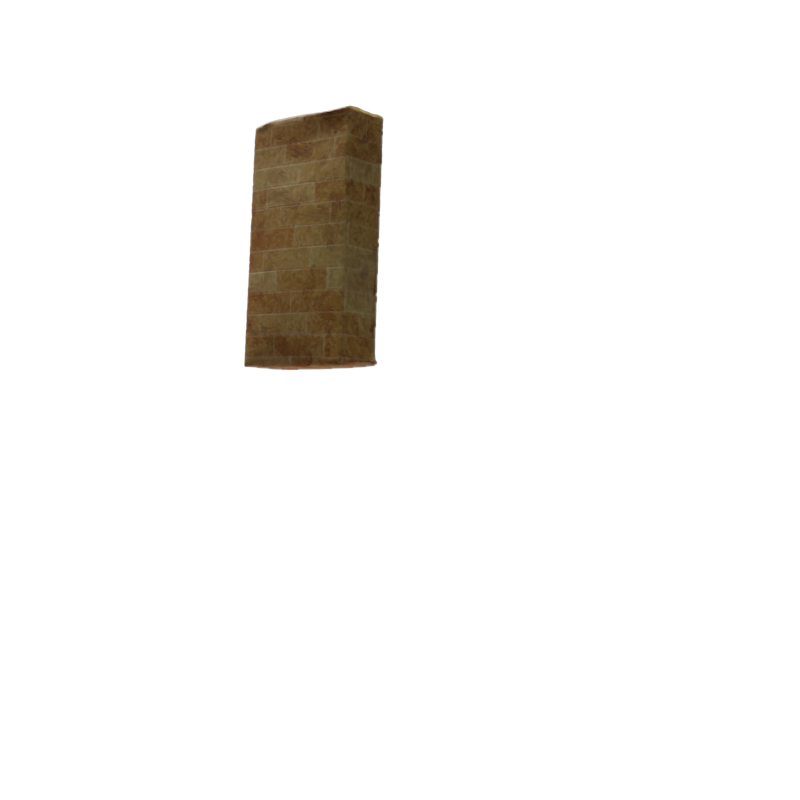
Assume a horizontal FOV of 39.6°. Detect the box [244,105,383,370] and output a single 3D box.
[{"bbox_3d":[-0.061,-0.110,0.773,0.096,0.179,0.046,-5,-9,39],"label":"box"}]
